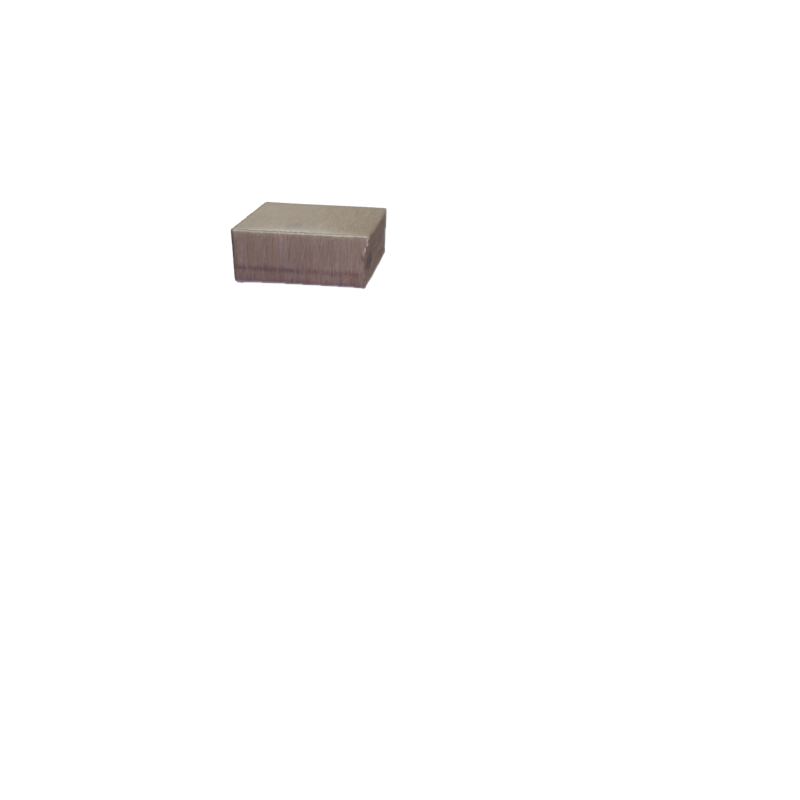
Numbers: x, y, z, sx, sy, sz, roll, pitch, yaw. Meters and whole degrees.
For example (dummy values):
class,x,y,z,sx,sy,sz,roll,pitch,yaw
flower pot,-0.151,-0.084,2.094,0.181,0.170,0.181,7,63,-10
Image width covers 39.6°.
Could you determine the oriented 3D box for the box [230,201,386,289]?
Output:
class,x,y,z,sx,sy,sz,roll,pitch,yaw
box,-0.059,-0.107,0.749,0.091,0.037,0.117,2,20,6
